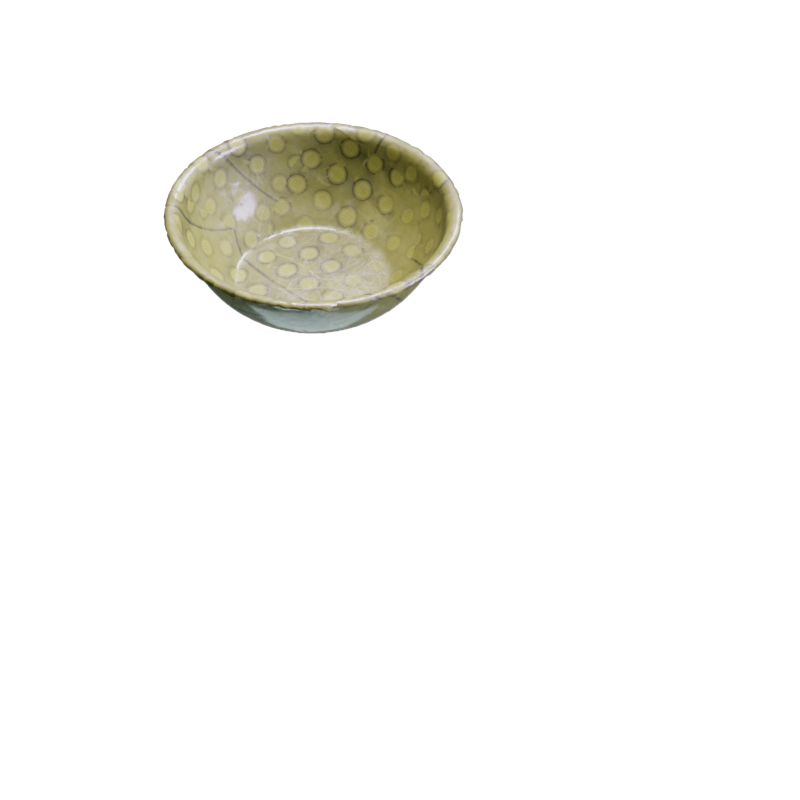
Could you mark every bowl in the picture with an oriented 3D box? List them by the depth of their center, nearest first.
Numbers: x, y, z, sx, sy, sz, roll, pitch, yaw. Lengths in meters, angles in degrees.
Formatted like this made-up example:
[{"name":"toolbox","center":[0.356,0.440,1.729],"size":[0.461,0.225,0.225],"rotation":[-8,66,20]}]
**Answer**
[{"name":"bowl","center":[-0.048,-0.088,0.617],"size":[0.162,0.051,0.174],"rotation":[-1,45,-1]}]
